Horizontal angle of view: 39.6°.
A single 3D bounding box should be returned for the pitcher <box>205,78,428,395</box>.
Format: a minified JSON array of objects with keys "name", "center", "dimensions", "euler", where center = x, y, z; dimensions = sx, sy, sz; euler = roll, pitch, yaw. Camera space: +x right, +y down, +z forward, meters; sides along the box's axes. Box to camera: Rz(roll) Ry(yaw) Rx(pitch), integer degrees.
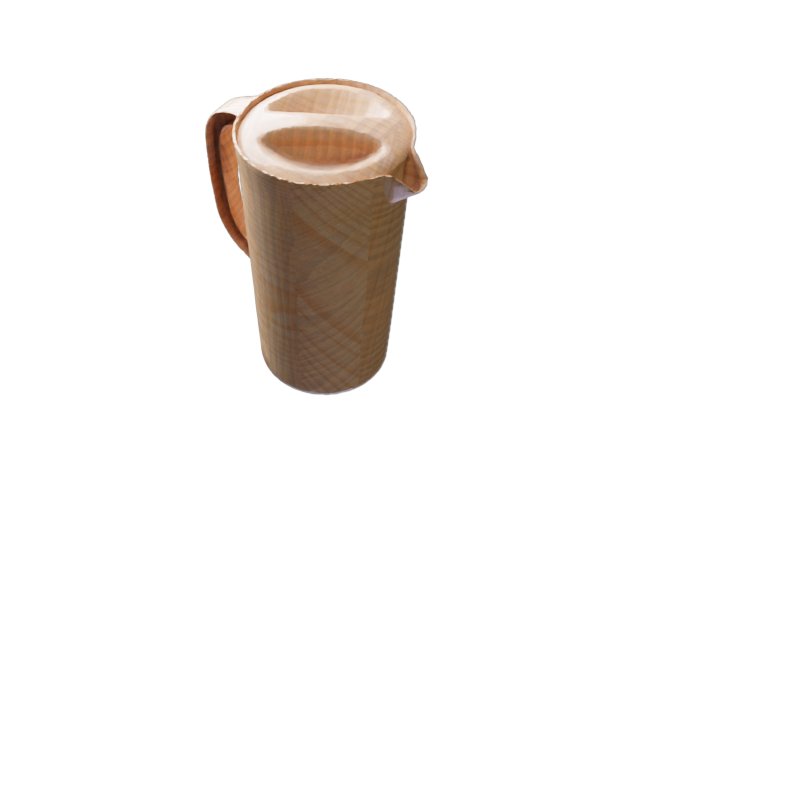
[{"name":"pitcher","center":[-0.069,-0.125,0.876],"dimensions":[0.143,0.226,0.161],"euler":[-9,46,-12]}]
